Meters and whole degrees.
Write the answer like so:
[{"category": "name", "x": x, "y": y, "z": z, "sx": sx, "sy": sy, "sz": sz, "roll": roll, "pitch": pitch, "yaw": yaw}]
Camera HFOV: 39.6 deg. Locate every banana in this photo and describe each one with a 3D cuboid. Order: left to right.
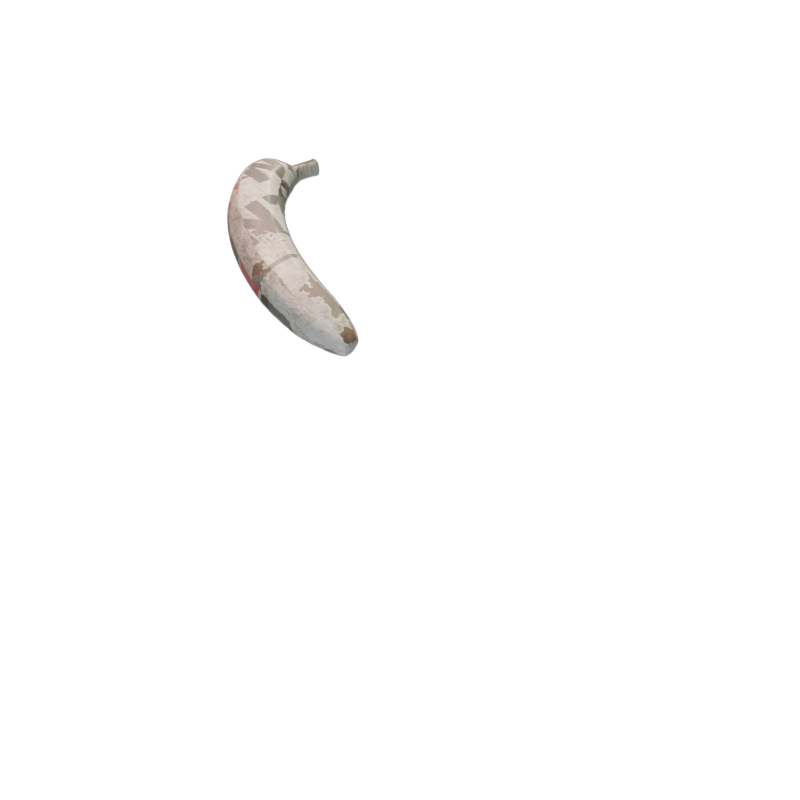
[{"category": "banana", "x": -0.074, "y": -0.102, "z": 0.706, "sx": 0.069, "sy": 0.034, "sz": 0.214, "roll": -6, "pitch": 44, "yaw": -7}]
